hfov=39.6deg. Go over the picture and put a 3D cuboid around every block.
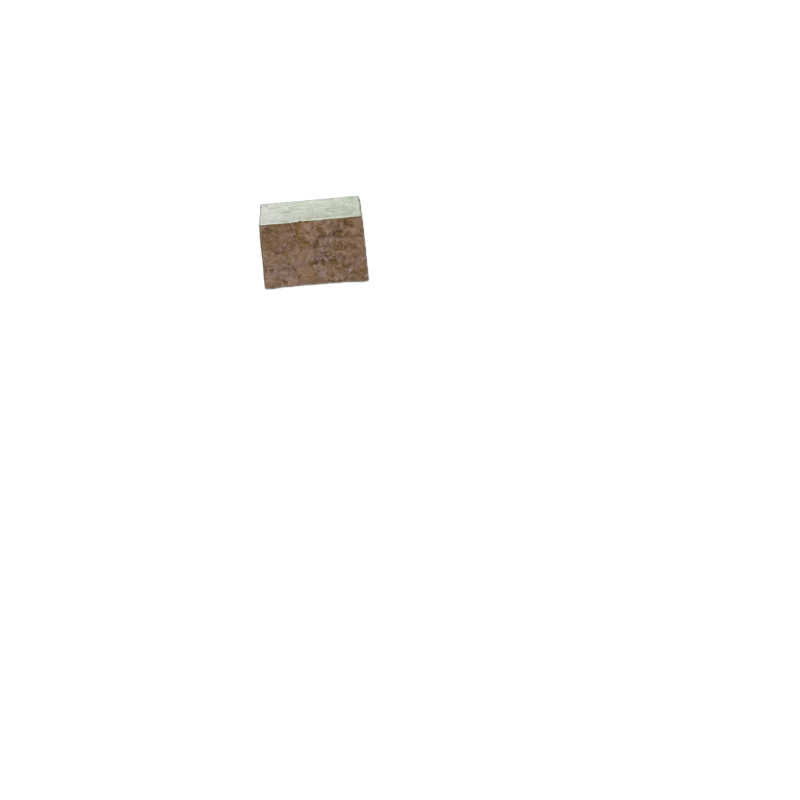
[{"bbox_3d":[-0.065,-0.118,0.824,0.078,0.050,0.054,-4,24,0],"label":"block"}]
